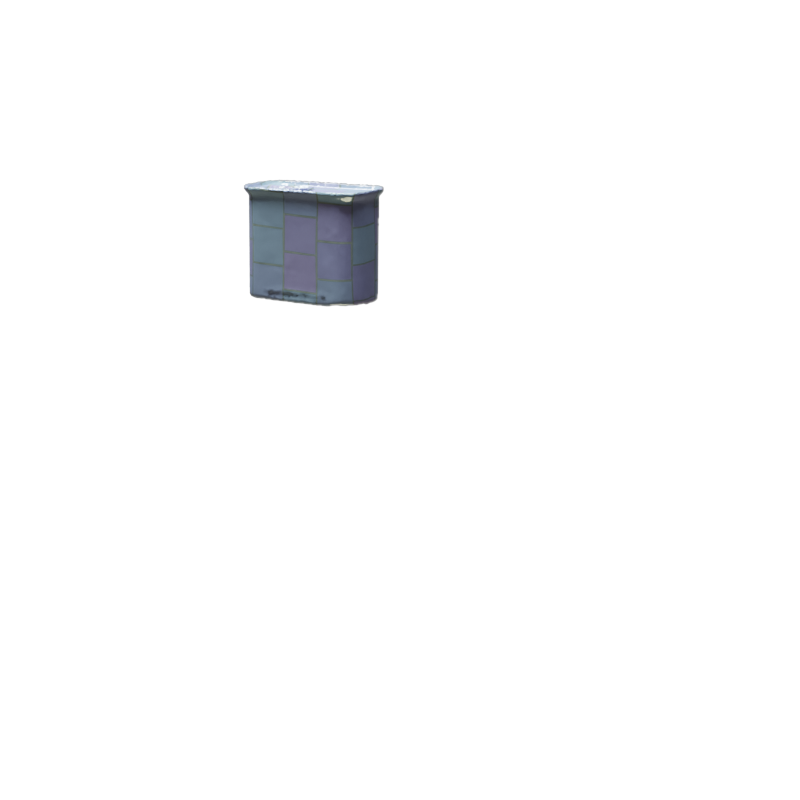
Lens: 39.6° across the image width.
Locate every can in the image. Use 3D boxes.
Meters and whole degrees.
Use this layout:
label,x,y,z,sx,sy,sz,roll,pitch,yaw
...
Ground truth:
label,x,y,z,sx,sy,sz,roll,pitch,yaw
can,-0.064,-0.117,0.820,0.106,0.082,0.057,8,14,28
